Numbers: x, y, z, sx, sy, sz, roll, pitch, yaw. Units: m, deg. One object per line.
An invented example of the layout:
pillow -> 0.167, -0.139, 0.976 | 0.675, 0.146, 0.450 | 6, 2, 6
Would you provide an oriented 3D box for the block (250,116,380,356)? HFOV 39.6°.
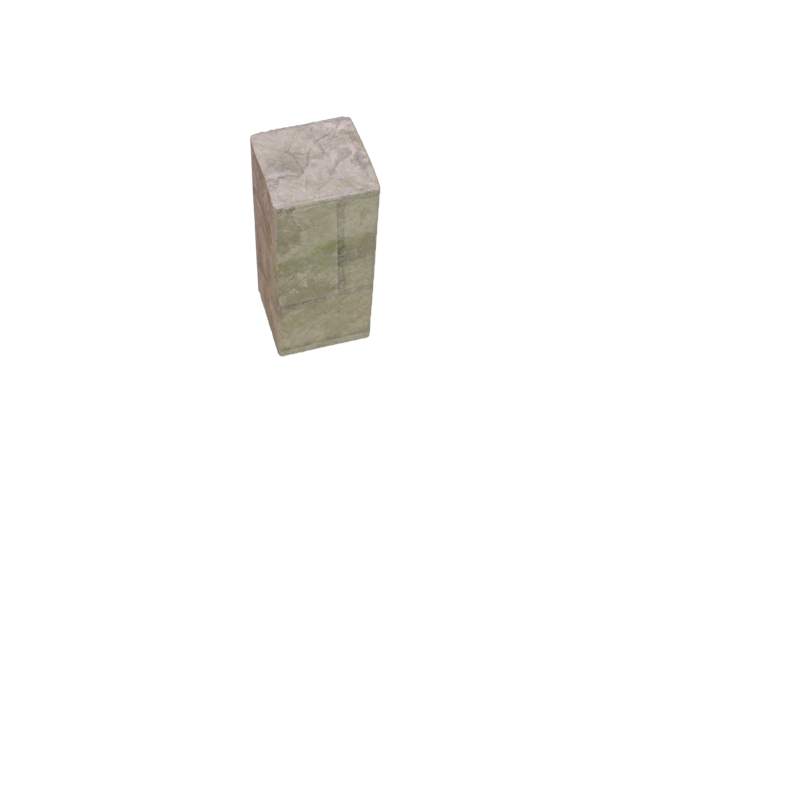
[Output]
block -> -0.077, -0.141, 0.982 | 0.090, 0.097, 0.193 | -13, -33, -12
